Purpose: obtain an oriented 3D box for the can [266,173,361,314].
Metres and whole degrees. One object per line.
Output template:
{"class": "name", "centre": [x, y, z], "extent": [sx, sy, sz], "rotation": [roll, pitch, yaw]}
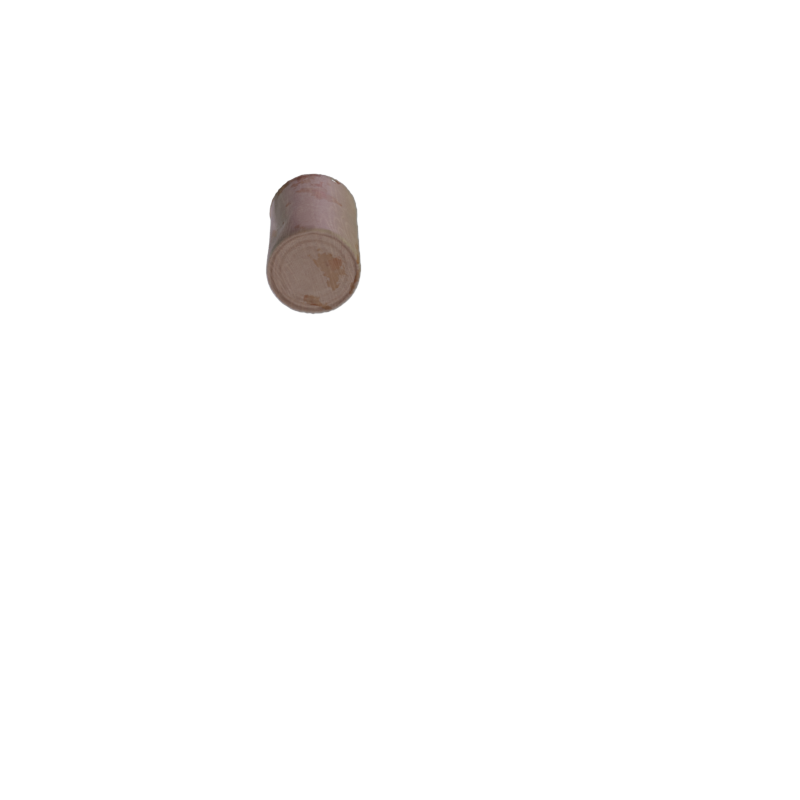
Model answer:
{"class": "can", "centre": [-0.063, -0.116, 0.811], "extent": [0.068, 0.065, 0.109], "rotation": [0, 30, -3]}
